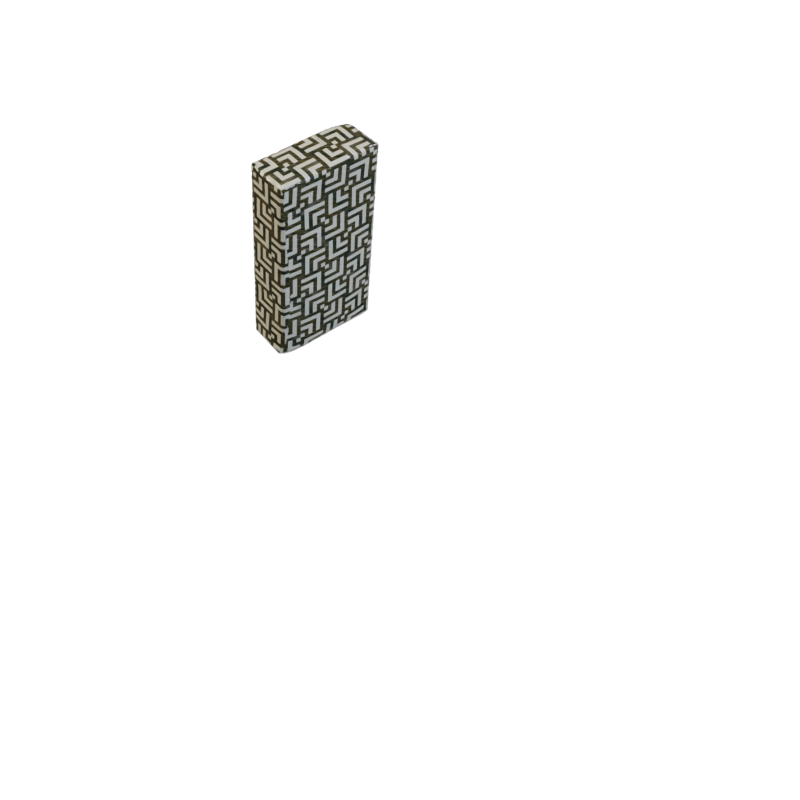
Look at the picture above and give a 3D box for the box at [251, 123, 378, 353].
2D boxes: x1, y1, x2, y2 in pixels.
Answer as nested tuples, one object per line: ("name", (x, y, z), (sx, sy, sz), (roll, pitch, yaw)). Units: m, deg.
("box", (-0.068, -0.124, 0.868), (0.093, 0.164, 0.051), (-29, 52, -29))
